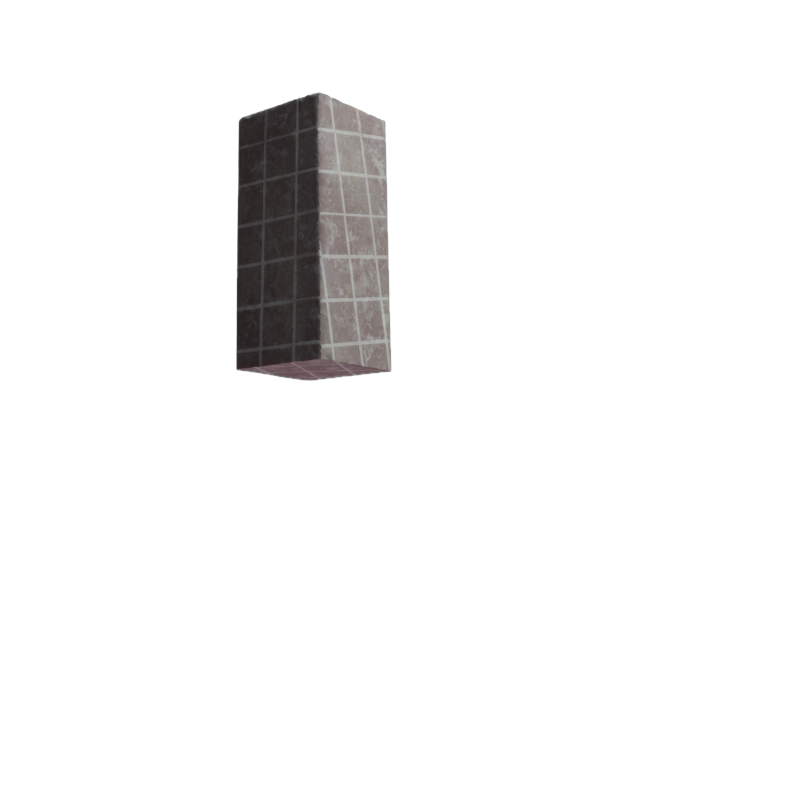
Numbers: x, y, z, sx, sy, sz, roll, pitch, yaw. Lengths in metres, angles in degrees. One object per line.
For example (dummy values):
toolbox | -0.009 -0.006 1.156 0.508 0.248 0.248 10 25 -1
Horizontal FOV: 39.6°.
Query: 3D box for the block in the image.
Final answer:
block | -0.070 -0.126 0.881 0.093 0.213 0.085 -11 -16 37
